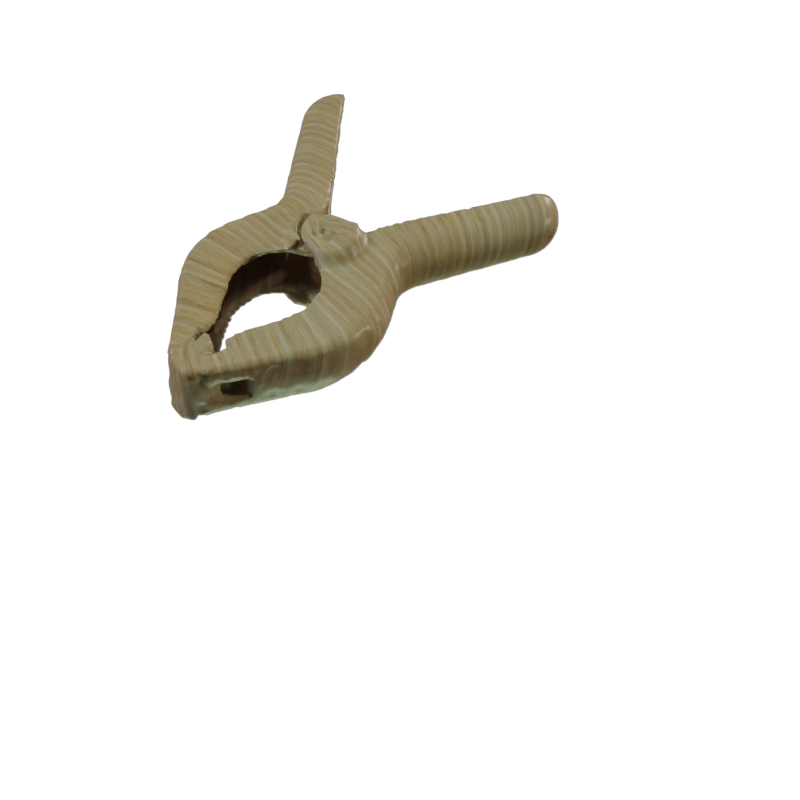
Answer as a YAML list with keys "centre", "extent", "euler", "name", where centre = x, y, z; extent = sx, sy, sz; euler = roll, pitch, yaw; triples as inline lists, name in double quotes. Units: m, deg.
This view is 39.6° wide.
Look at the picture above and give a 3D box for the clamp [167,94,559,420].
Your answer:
- centre: [-0.034, -0.061, 0.430]
  extent: [0.128, 0.037, 0.172]
  euler: [33, 52, 31]
  name: "clamp"
